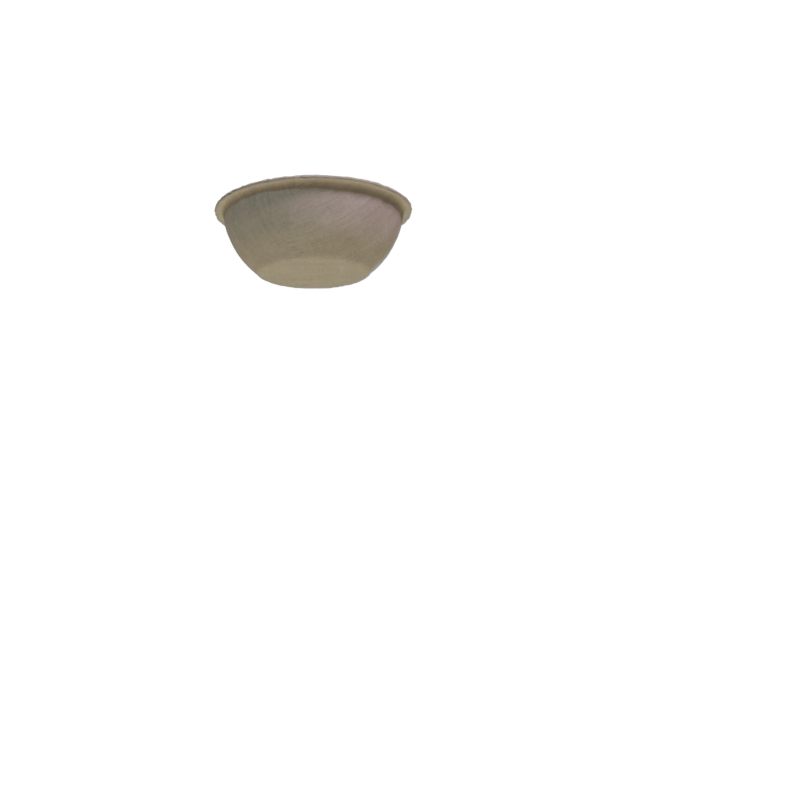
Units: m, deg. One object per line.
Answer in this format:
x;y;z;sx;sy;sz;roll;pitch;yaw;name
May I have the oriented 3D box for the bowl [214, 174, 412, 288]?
-0.070;-0.128;0.900;0.162;0.057;0.157;0;-11;-2;bowl
